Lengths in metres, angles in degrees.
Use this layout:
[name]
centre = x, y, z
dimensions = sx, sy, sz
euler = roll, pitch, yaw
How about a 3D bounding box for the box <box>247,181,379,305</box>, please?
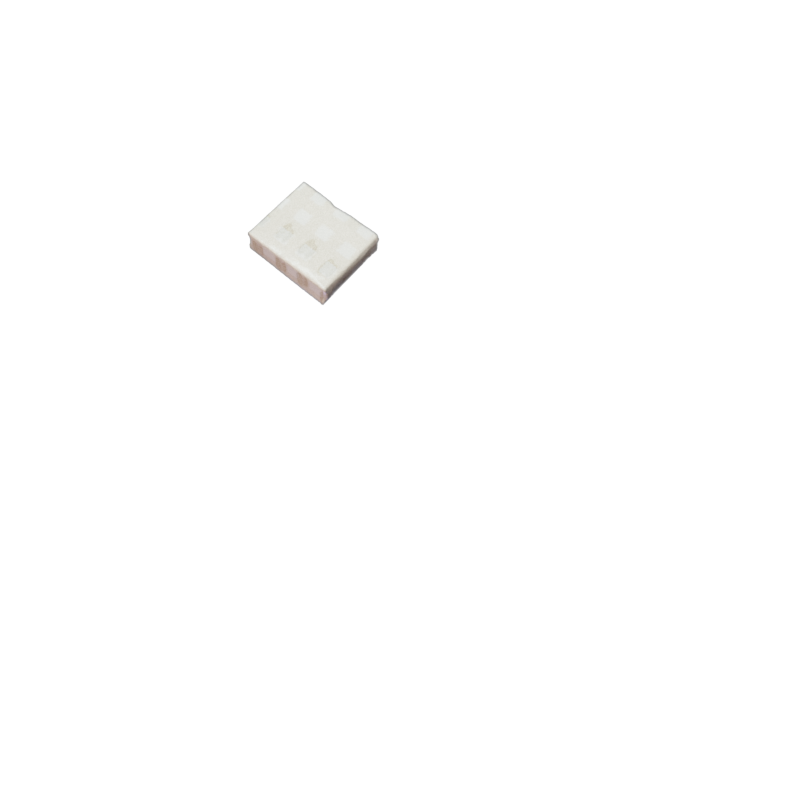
[box]
centre = -0.075, -0.137, 0.962
dimensions = 0.093, 0.074, 0.028
euler = 37, -23, 18
